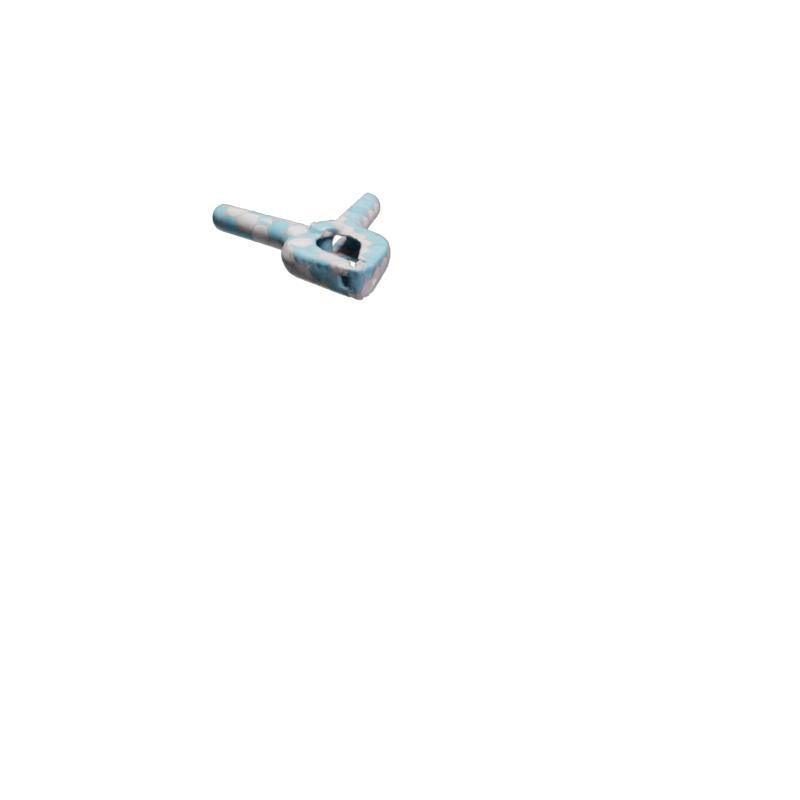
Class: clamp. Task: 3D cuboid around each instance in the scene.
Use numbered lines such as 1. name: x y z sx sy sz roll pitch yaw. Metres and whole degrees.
1. clamp: -0.077 -0.140 0.983 0.162 0.034 0.224 -6 28 -11
